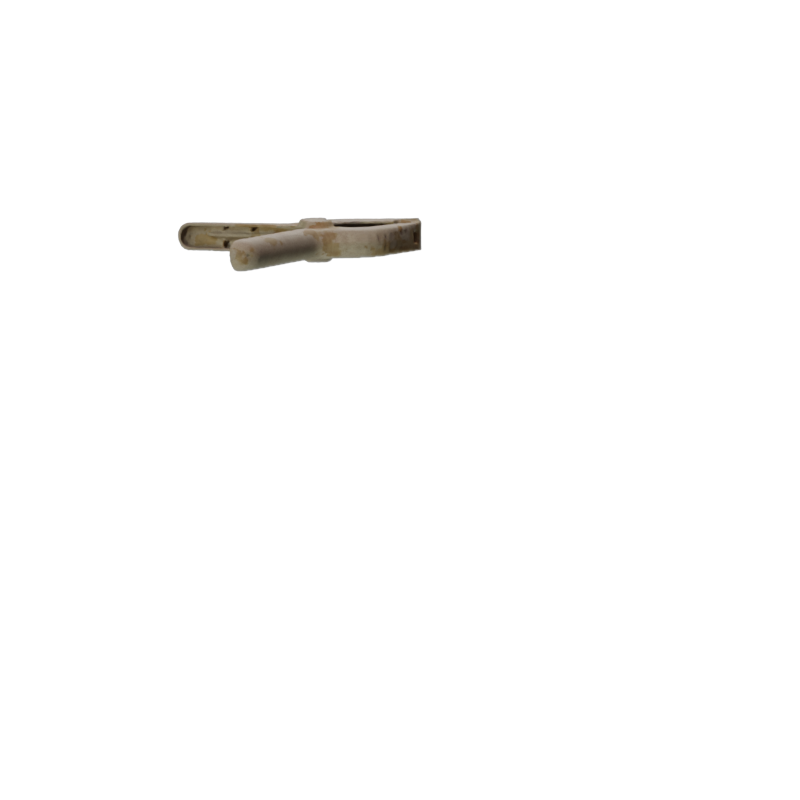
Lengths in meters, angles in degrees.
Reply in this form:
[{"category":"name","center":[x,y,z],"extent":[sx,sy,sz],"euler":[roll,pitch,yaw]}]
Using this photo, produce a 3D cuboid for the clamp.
[{"category":"clamp","center":[-0.074,-0.135,0.944],"extent":[0.206,0.035,0.172],"euler":[-5,16,-16]}]
